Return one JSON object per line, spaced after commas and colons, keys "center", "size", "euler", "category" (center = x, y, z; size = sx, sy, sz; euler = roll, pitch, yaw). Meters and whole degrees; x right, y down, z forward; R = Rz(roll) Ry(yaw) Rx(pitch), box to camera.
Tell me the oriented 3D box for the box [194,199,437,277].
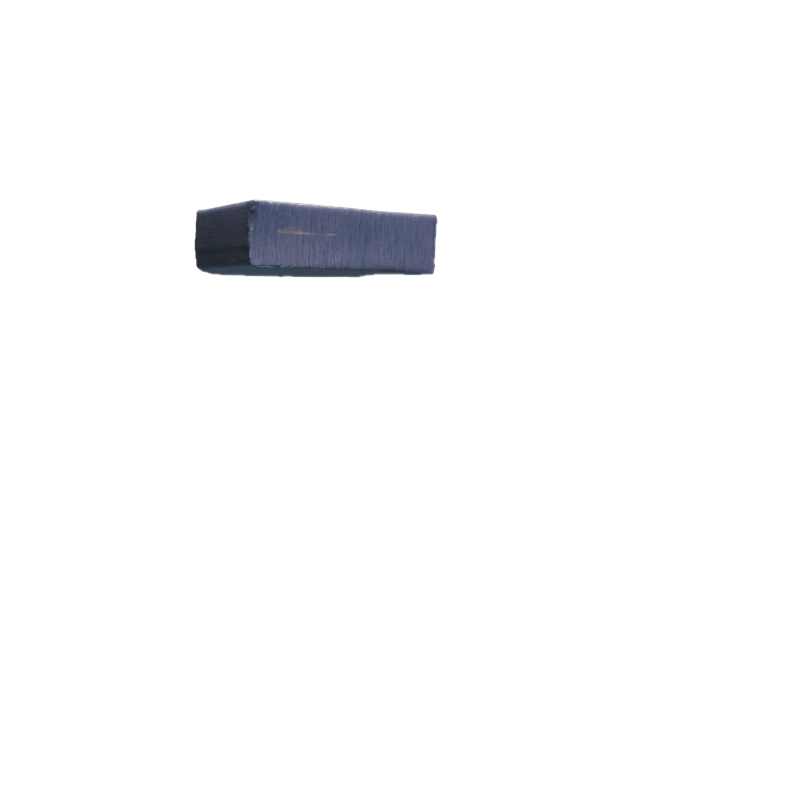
{"center": [-0.049, -0.089, 0.626], "size": [0.110, 0.039, 0.093], "euler": [-2, 4, -27], "category": "box"}
